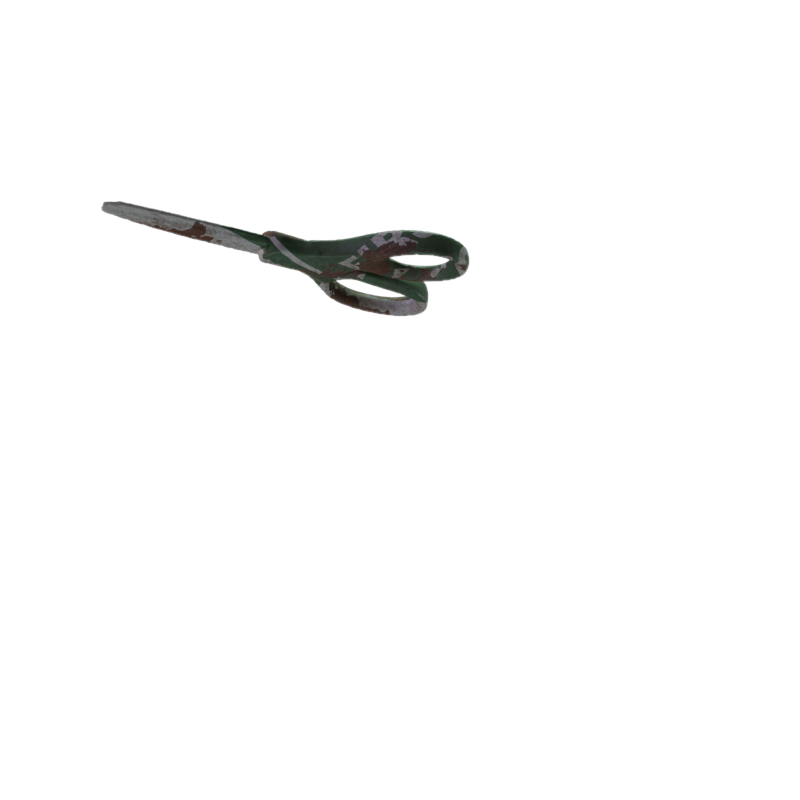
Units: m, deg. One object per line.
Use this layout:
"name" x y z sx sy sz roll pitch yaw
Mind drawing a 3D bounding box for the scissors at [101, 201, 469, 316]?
"scissors" -0.045 -0.083 0.578 0.097 0.017 0.189 -19 -27 41
